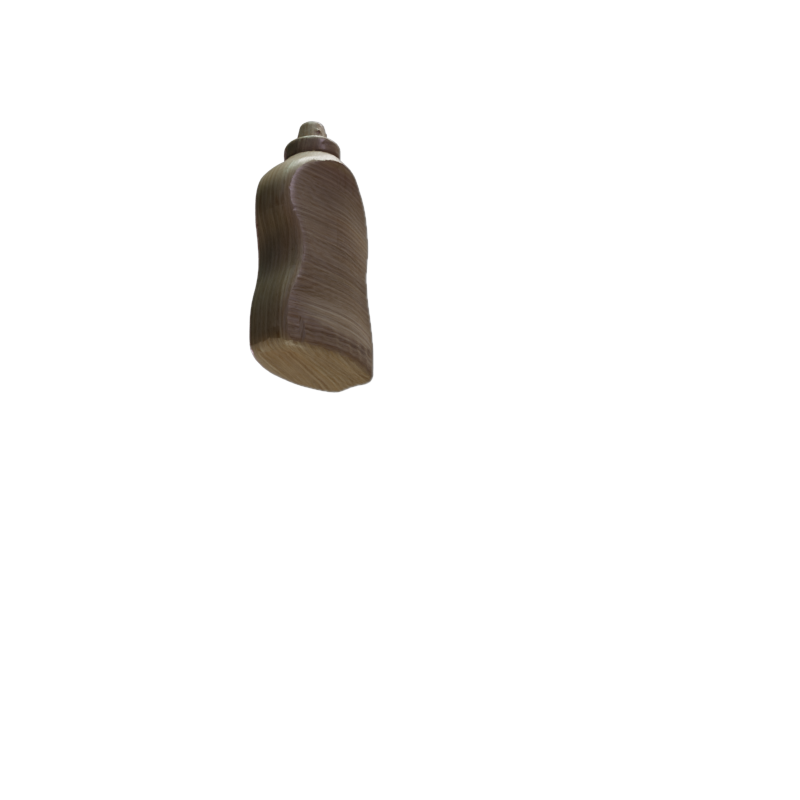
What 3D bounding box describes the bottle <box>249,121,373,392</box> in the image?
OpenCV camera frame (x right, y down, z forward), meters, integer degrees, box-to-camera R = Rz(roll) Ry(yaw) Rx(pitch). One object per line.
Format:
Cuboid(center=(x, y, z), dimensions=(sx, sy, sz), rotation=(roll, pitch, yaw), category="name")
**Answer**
Cuboid(center=(-0.060, -0.109, 0.762), dimensions=(0.059, 0.203, 0.090), rotation=(-22, -32, 34), category="bottle")
